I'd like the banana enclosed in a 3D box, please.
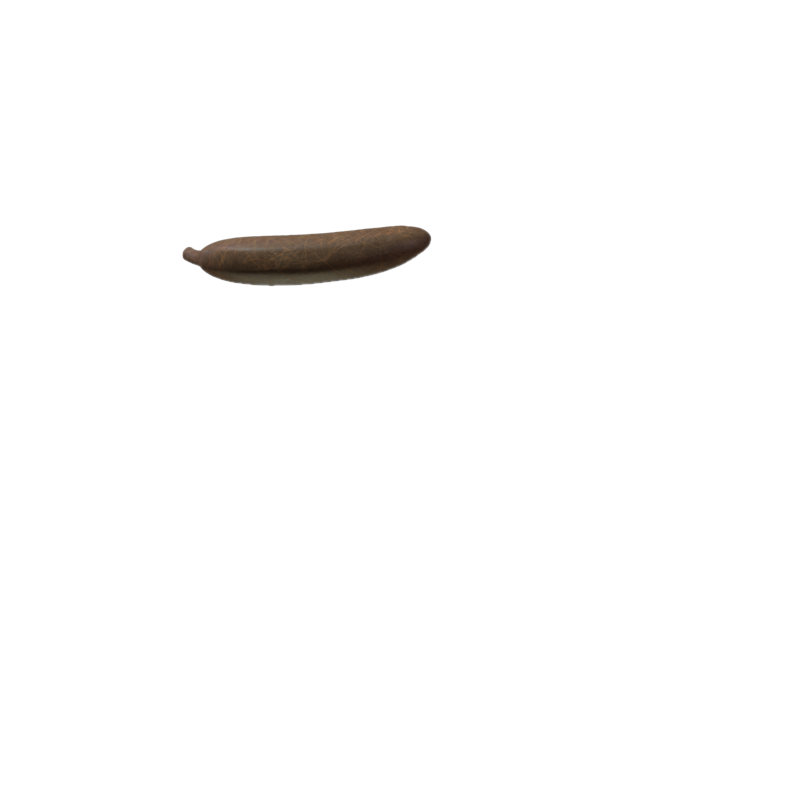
[{"bbox_3d":[-0.069,-0.114,0.853,0.196,0.035,0.074,-3,29,-5],"label":"banana"}]
